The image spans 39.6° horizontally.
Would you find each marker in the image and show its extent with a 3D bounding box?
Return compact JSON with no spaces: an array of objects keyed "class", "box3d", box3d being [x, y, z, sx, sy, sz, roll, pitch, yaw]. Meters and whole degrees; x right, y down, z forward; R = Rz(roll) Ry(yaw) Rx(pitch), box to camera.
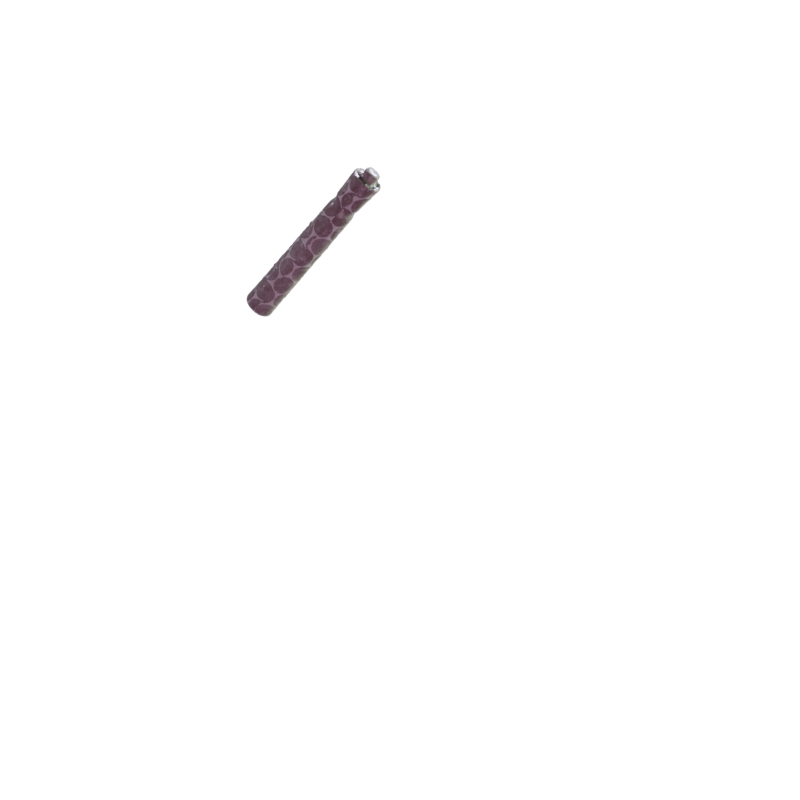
[{"class":"marker","box3d":[-0.052,-0.095,0.665,0.118,0.021,0.019,-44,-24,30]}]
